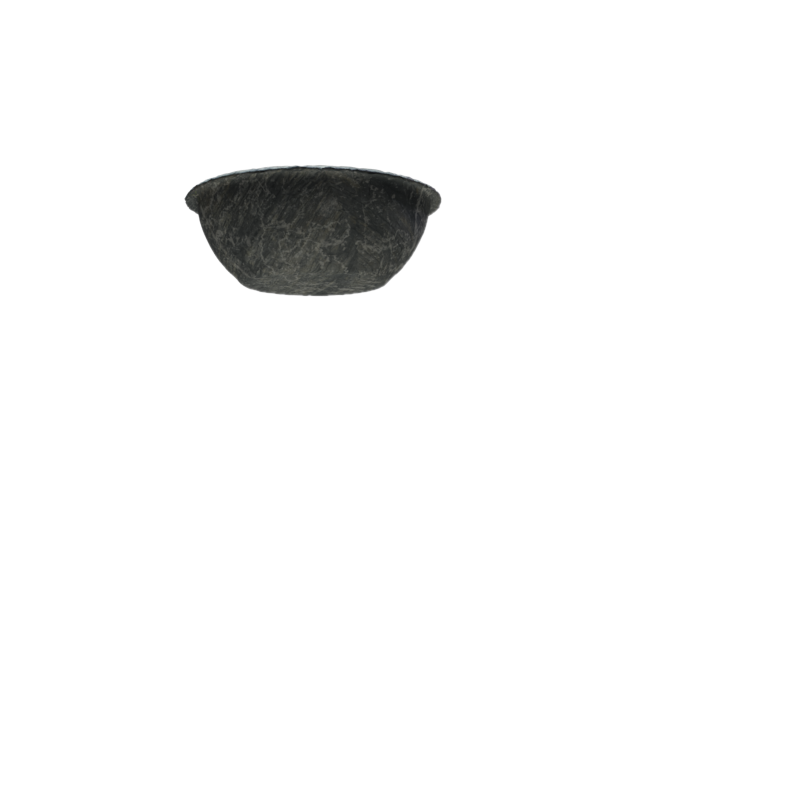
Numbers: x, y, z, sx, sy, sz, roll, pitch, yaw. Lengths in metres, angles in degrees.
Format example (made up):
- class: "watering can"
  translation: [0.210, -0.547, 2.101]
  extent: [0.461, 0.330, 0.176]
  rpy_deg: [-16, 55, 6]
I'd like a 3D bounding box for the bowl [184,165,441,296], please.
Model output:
- class: "bowl"
  translation: [-0.055, -0.100, 0.697]
  extent: [0.162, 0.056, 0.159]
  rpy_deg: [0, -5, -2]
